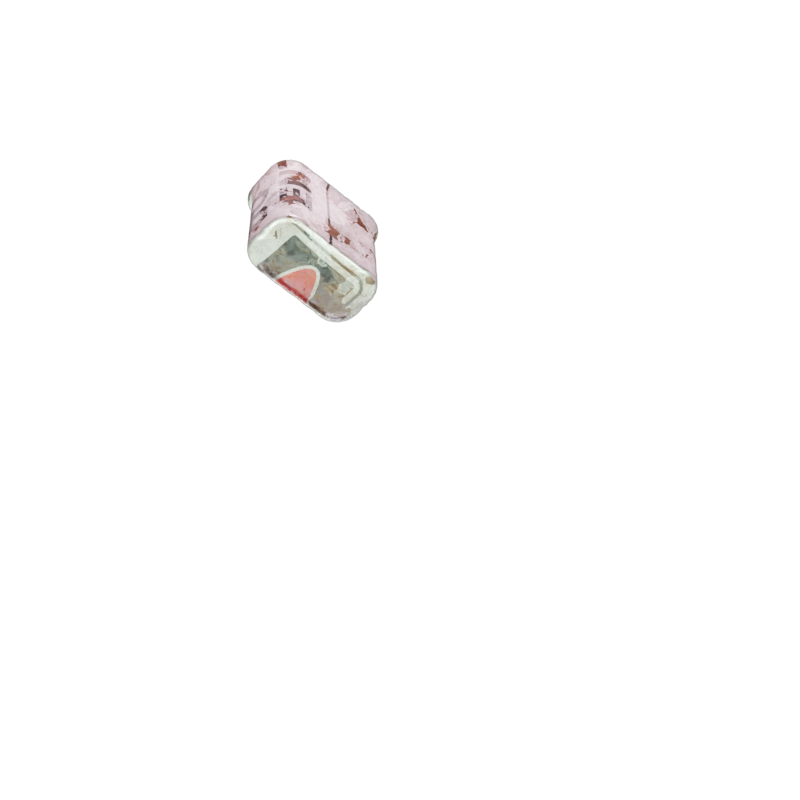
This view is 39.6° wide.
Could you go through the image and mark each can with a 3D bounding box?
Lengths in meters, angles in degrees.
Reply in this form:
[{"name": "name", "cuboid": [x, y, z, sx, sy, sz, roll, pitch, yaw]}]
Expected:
[{"name": "can", "cuboid": [-0.063, -0.115, 0.808, 0.097, 0.056, 0.089, 36, 25, -22]}]
